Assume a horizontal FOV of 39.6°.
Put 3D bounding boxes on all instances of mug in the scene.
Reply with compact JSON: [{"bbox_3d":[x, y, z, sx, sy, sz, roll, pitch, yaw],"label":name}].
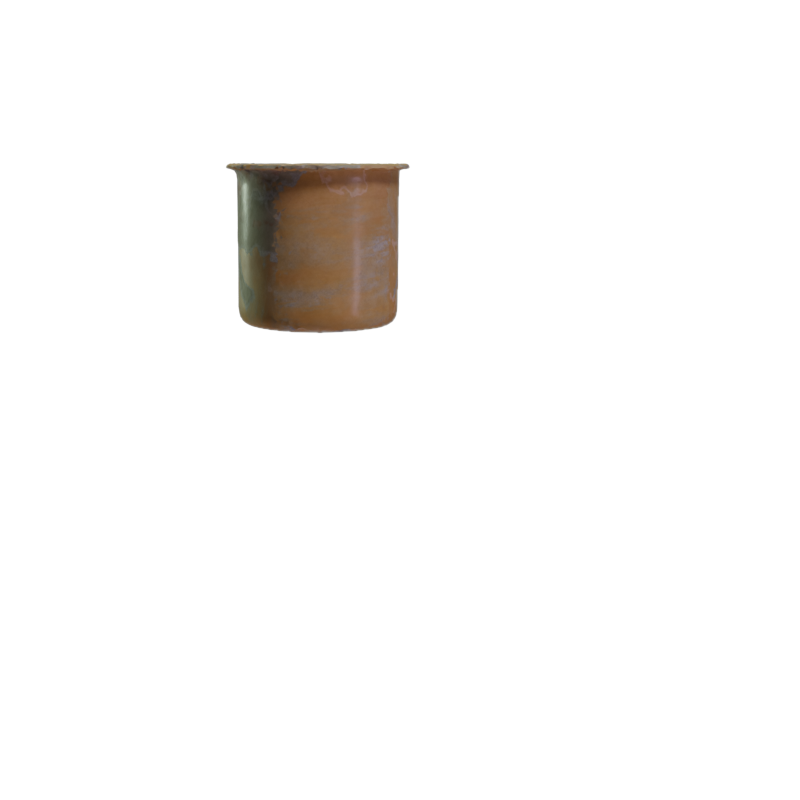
[{"bbox_3d":[-0.045,-0.082,0.577,0.092,0.080,0.121,-2,10,-15],"label":"mug"}]
